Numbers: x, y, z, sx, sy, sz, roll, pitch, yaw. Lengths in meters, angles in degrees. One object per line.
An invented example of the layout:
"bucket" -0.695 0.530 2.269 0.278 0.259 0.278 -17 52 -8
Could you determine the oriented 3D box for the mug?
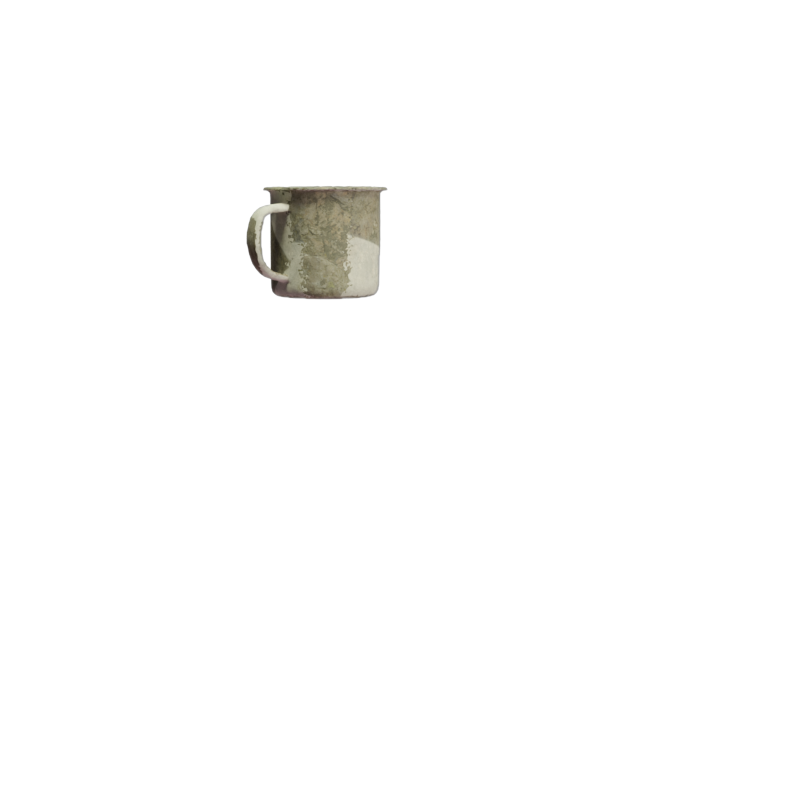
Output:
"mug" -0.065 -0.118 0.824 0.097 0.081 0.113 7 10 44
